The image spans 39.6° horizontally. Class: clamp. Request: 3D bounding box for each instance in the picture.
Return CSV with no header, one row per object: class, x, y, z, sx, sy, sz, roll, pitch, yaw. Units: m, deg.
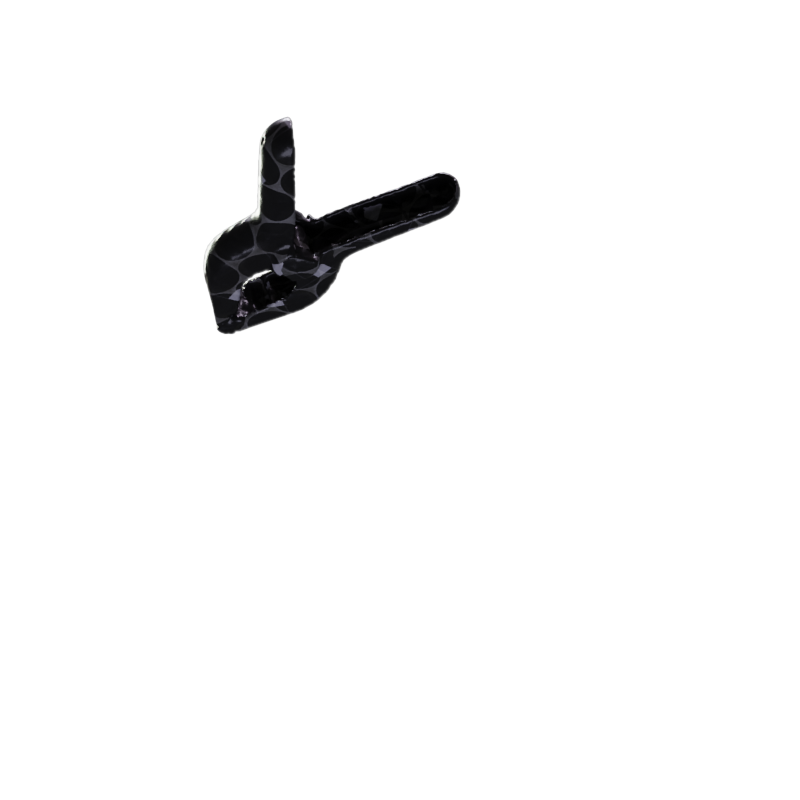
clamp,-0.049,-0.089,0.627,0.116,0.042,0.167,14,-34,-23
